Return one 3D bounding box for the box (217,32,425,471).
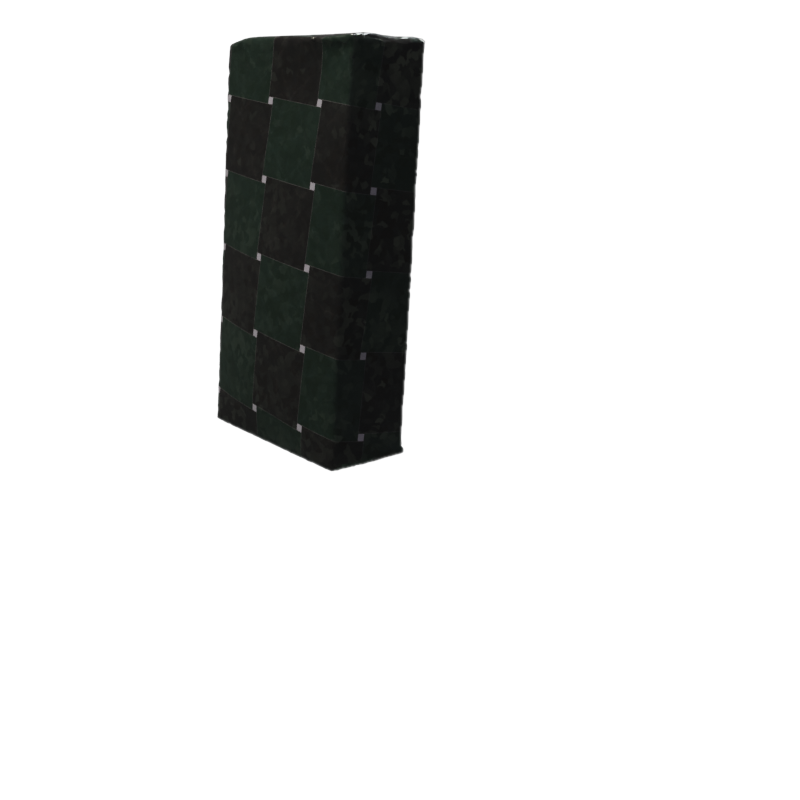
[{"bbox_3d":[-0.038,-0.069,0.482,0.047,0.173,0.098,-6,12,-39],"label":"box"}]
